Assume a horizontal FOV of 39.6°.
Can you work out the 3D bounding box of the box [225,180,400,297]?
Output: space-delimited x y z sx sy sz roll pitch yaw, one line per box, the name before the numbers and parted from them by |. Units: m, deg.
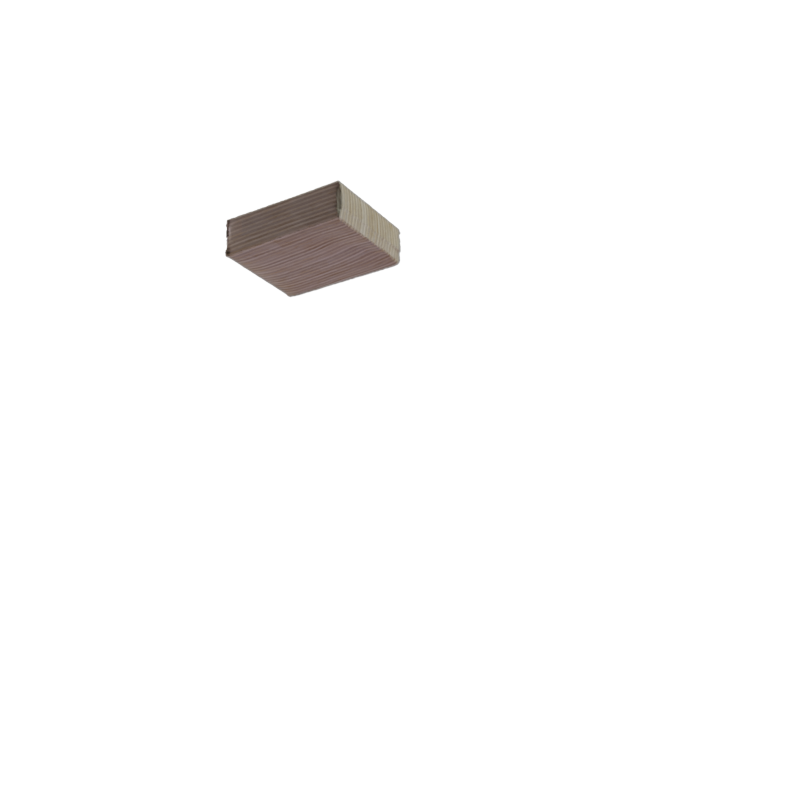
box | -0.069 -0.127 0.887 0.115 0.041 0.083 -16 -30 29
